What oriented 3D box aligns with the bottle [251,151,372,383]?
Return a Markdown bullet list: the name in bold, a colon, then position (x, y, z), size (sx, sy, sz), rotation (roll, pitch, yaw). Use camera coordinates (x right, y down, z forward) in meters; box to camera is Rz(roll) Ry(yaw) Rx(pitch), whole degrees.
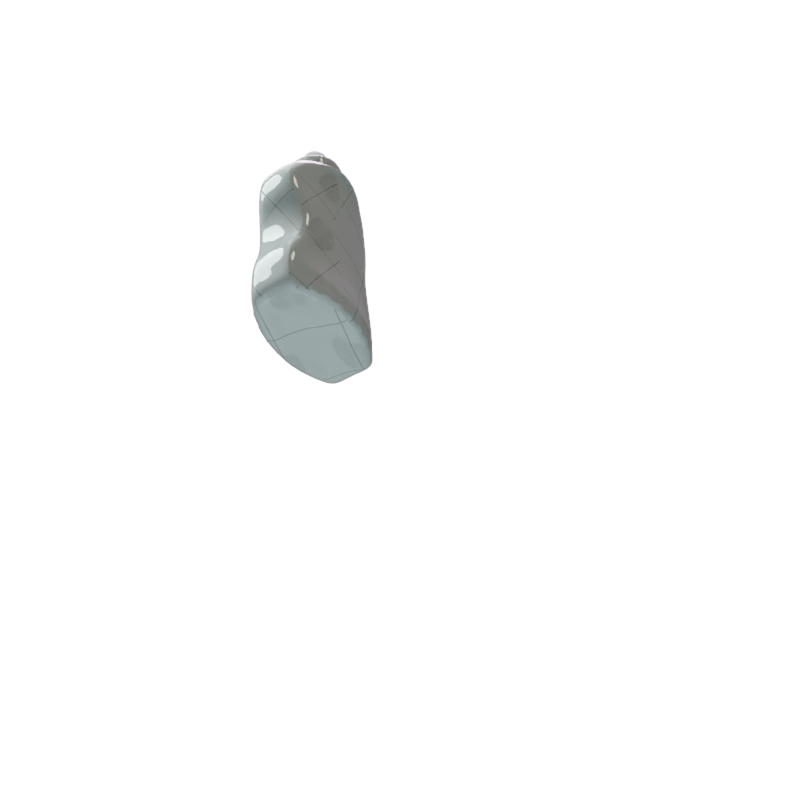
- **bottle**: position (-0.060, -0.110, 0.766), size (0.058, 0.206, 0.089), rotation (-29, -51, 22)
